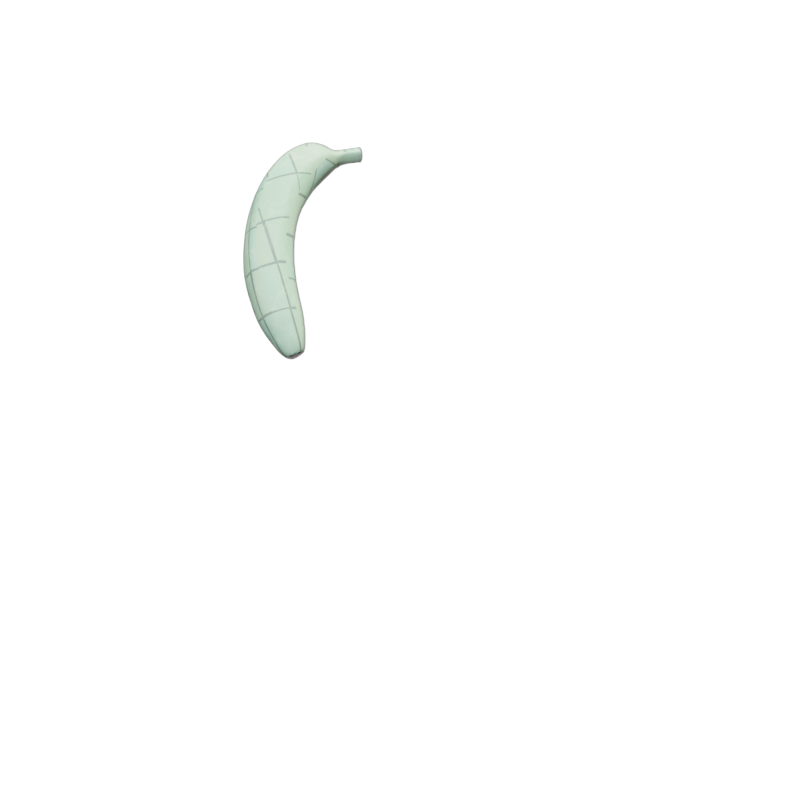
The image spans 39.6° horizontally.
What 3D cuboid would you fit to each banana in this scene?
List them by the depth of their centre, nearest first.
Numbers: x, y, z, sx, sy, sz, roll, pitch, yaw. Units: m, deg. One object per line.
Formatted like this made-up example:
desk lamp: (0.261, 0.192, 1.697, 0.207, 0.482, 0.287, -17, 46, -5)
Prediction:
banana: (-0.081, -0.124, 0.822, 0.070, 0.208, 0.034, 11, -31, 5)
